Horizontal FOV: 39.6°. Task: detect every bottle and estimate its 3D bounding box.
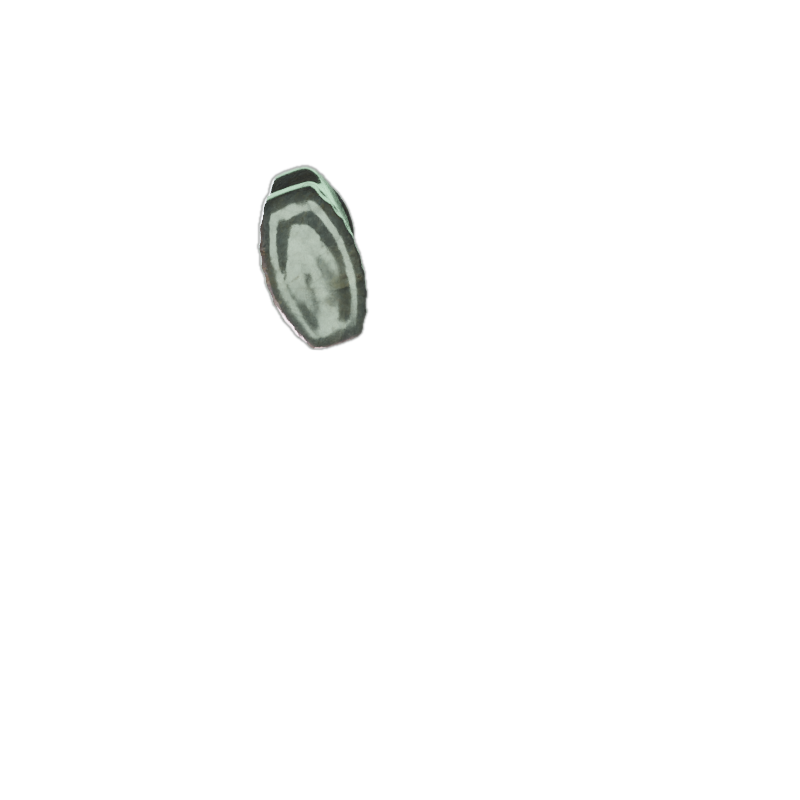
[{"bbox_3d":[-0.058,-0.104,0.730,0.058,0.093,0.199,-20,17,2],"label":"bottle"}]
